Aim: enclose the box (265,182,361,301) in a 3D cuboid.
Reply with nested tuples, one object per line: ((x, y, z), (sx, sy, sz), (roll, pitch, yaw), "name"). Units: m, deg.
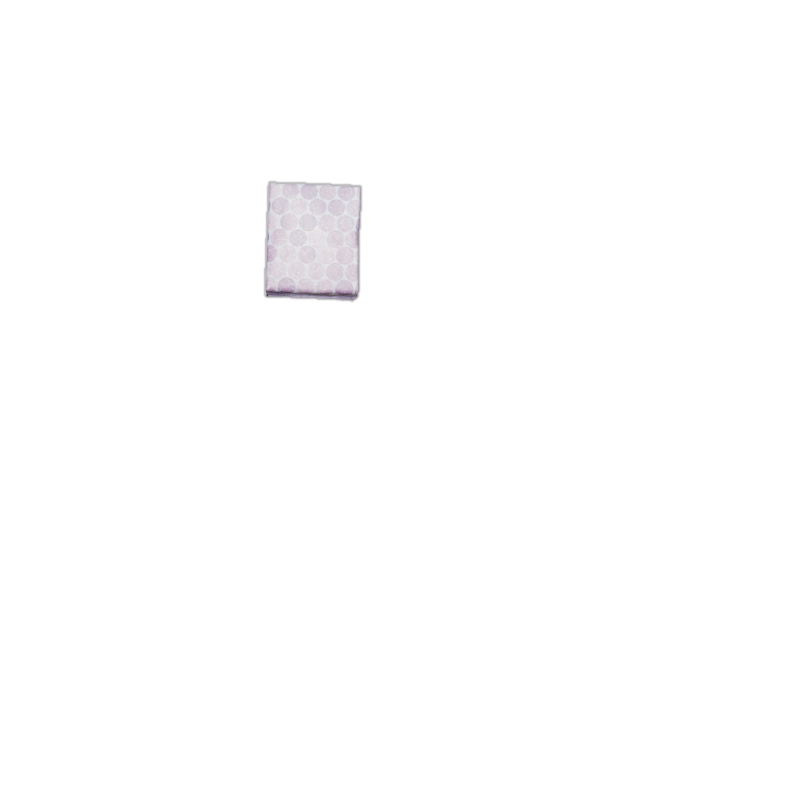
((-0.068, -0.123, 0.865), (0.073, 0.092, 0.029), (2, -14, 0), "box")
